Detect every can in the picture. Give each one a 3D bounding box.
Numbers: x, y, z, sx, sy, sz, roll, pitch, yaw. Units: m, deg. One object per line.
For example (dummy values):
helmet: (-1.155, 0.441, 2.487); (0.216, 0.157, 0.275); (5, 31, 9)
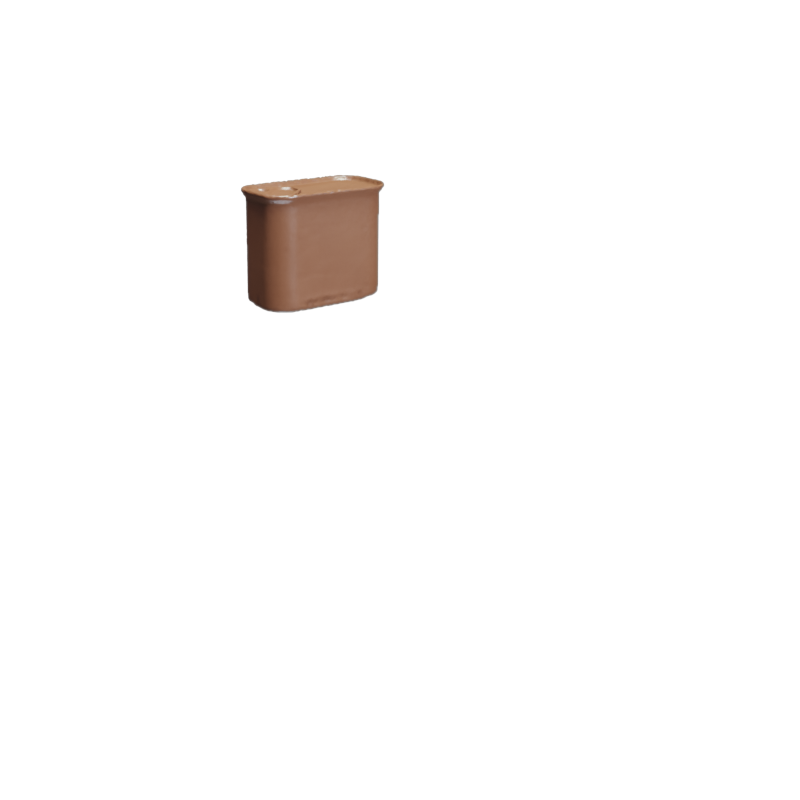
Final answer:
can: (-0.062, -0.114, 0.797); (0.099, 0.081, 0.061); (-12, 19, -35)
